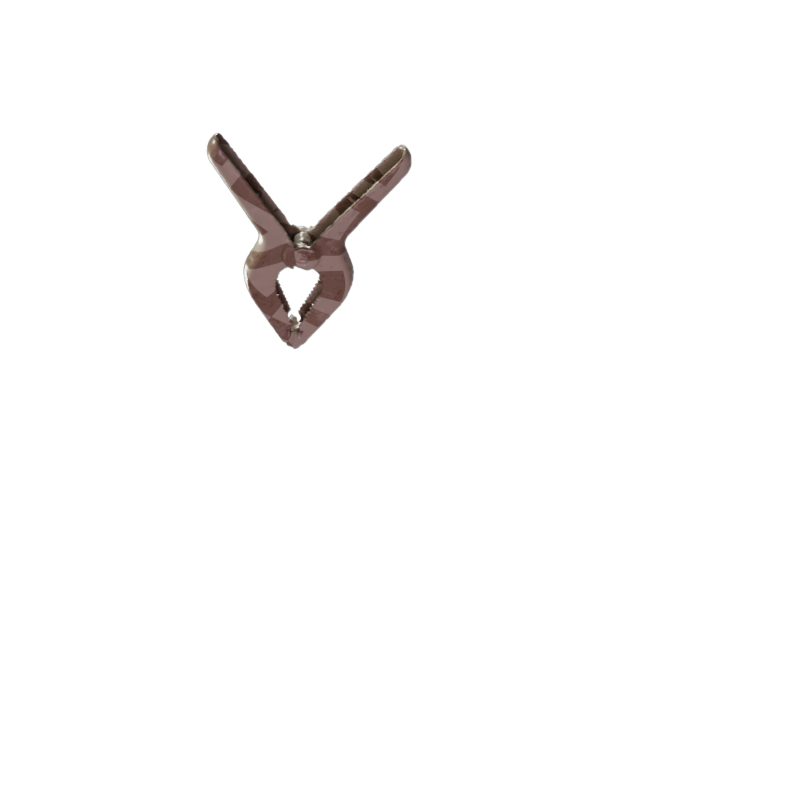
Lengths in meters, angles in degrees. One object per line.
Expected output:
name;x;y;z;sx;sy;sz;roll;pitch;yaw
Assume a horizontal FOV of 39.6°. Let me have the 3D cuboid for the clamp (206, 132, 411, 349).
clamp;-0.074;-0.134;0.939;0.164;0.196;0.039;-1;36;0
